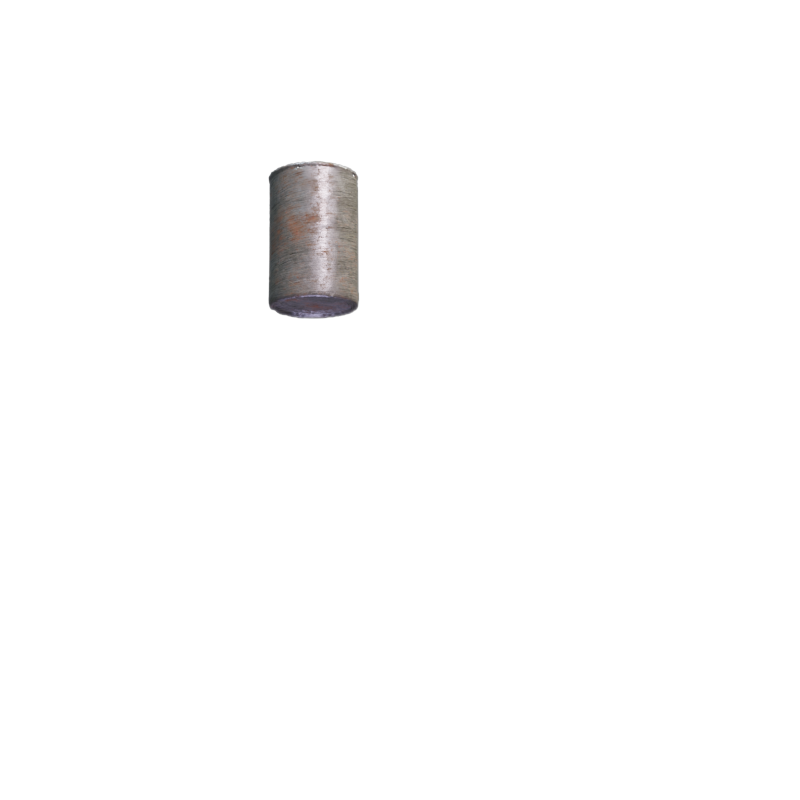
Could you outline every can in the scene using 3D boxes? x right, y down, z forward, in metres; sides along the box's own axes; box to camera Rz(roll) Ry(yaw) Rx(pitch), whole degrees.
[{"bbox_3d":[-0.064,-0.118,0.823,0.068,0.106,0.066,0,-15,-2],"label":"can"}]
